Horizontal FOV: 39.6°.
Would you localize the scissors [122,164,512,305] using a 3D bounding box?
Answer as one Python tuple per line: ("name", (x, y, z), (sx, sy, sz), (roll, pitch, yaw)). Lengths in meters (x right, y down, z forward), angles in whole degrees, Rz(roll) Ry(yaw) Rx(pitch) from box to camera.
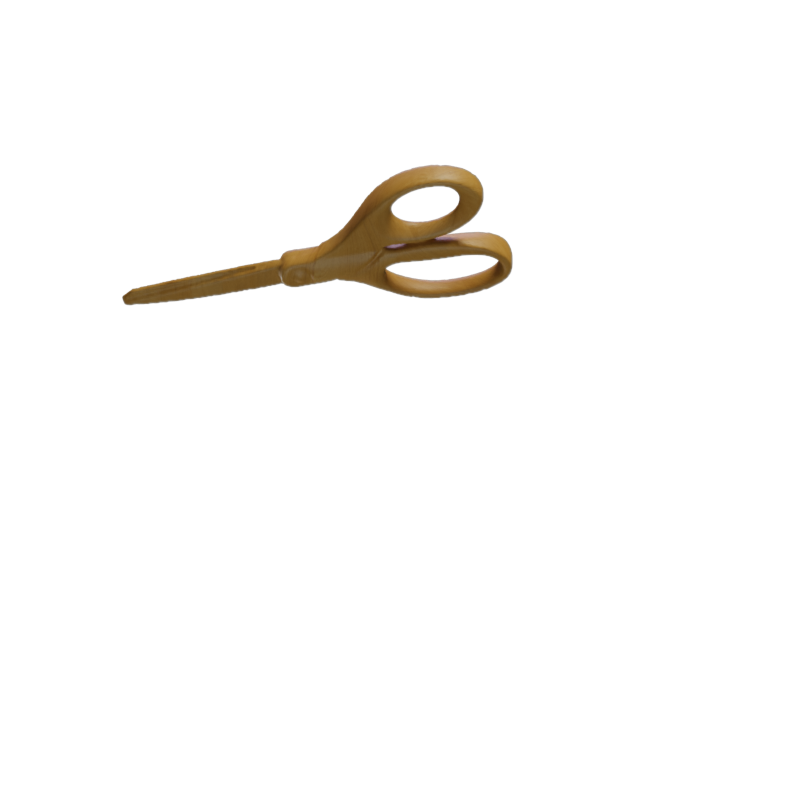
("scissors", (-0.043, -0.079, 0.552), (0.201, 0.017, 0.090), (0, -38, 0))
